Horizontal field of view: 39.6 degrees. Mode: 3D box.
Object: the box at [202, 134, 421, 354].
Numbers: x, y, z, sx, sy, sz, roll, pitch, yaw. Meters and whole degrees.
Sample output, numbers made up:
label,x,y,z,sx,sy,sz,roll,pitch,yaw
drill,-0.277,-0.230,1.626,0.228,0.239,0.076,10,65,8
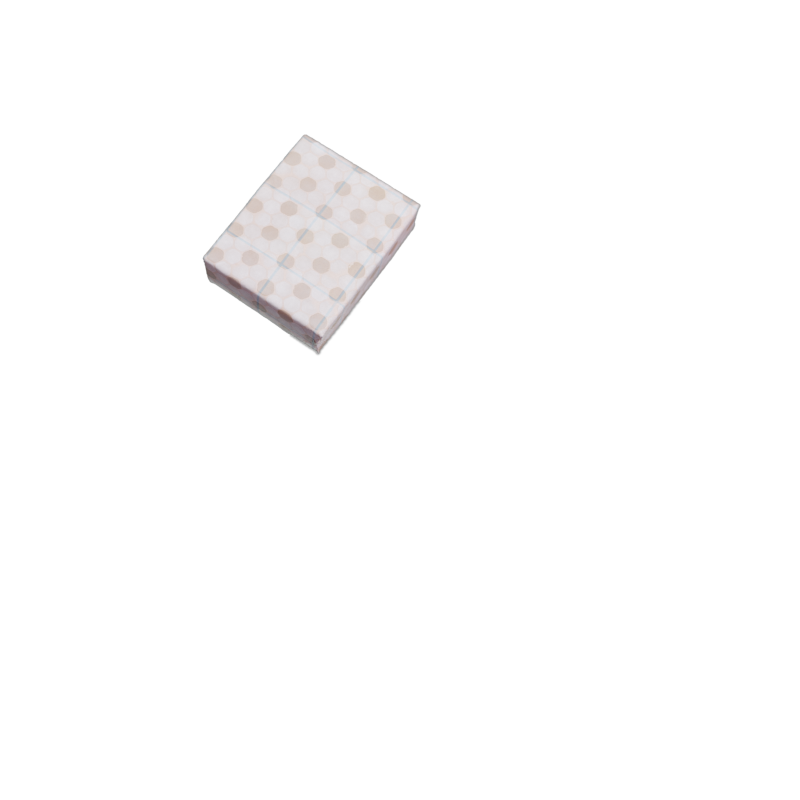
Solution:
label,x,y,z,sx,sy,sz,roll,pitch,yaw
box,-0.055,-0.099,0.696,0.093,0.116,0.037,31,-20,12
